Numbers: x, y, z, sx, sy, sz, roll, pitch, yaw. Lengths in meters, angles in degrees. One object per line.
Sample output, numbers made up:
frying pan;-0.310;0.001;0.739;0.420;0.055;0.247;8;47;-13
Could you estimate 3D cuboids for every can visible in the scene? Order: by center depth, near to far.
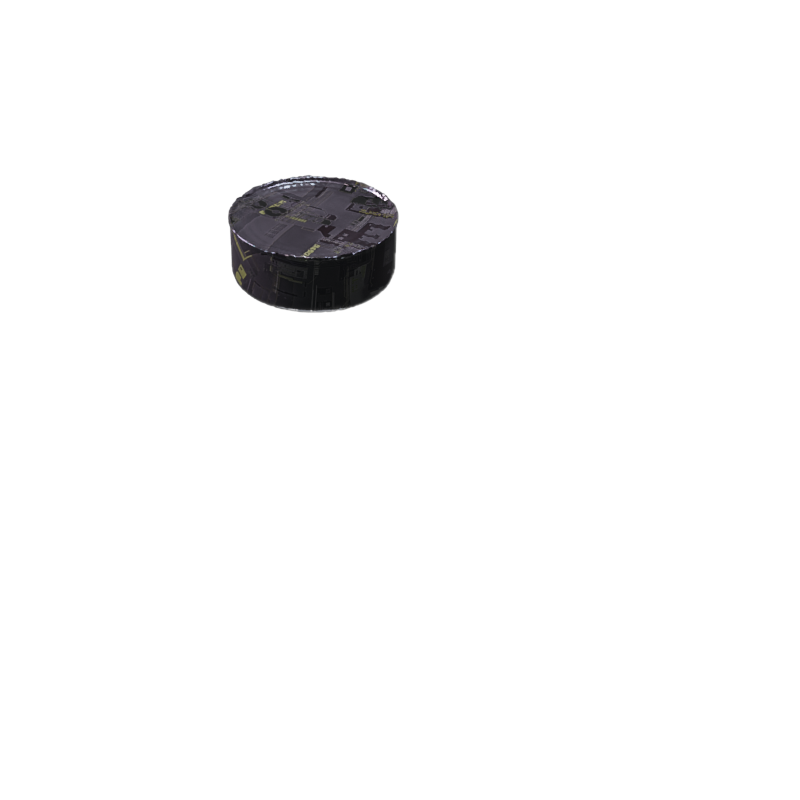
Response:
can;-0.044;-0.081;0.565;0.086;0.031;0.092;-1;35;-2
